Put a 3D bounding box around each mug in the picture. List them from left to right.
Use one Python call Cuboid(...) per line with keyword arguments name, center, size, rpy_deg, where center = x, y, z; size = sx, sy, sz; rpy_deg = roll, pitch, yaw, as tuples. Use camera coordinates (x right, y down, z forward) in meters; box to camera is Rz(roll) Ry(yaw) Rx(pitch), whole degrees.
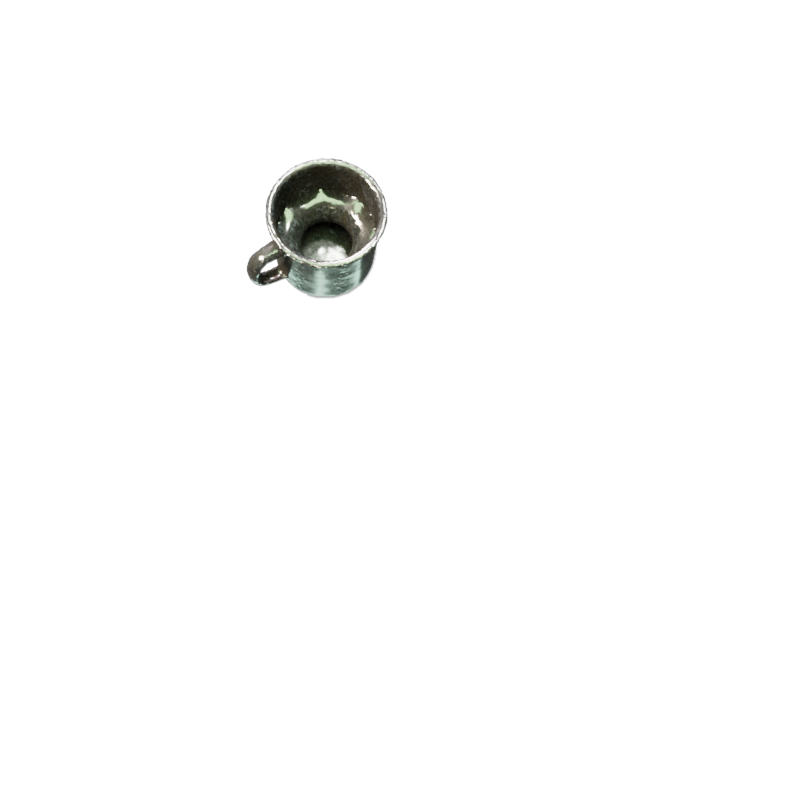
Cuboid(name="mug", center=(-0.069, -0.125, 0.876), size=(0.117, 0.098, 0.078), rpy_deg=(-34, -17, -14))
